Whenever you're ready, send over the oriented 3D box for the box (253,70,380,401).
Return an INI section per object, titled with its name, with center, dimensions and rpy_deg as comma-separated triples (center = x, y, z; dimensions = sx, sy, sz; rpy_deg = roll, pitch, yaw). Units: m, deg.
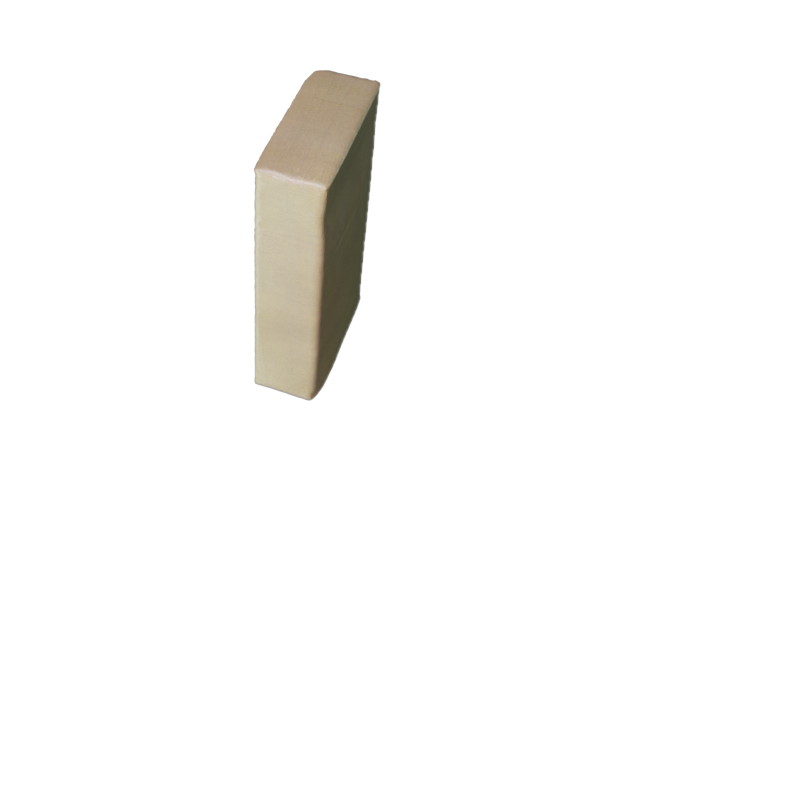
[box]
center = -0.049, -0.090, 0.628
dimensions = 0.049, 0.098, 0.164
rpy_deg = 14, -41, 8
